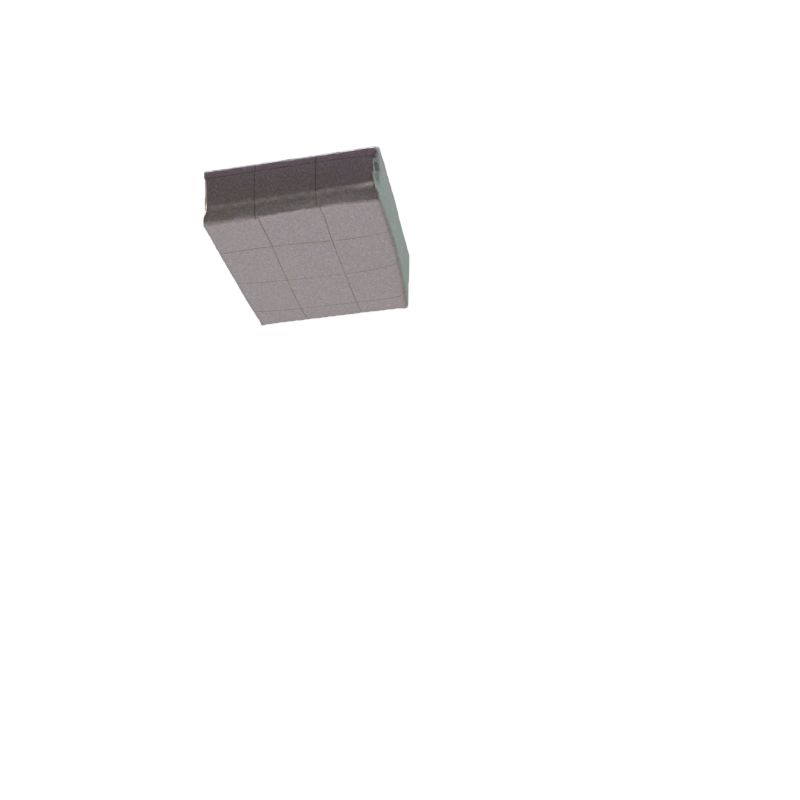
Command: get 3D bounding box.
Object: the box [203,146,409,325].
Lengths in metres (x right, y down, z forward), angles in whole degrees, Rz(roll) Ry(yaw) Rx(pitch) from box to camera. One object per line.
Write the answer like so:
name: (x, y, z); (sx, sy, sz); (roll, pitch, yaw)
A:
box: (-0.046, -0.084, 0.585); (0.091, 0.041, 0.105); (-5, -28, 9)
